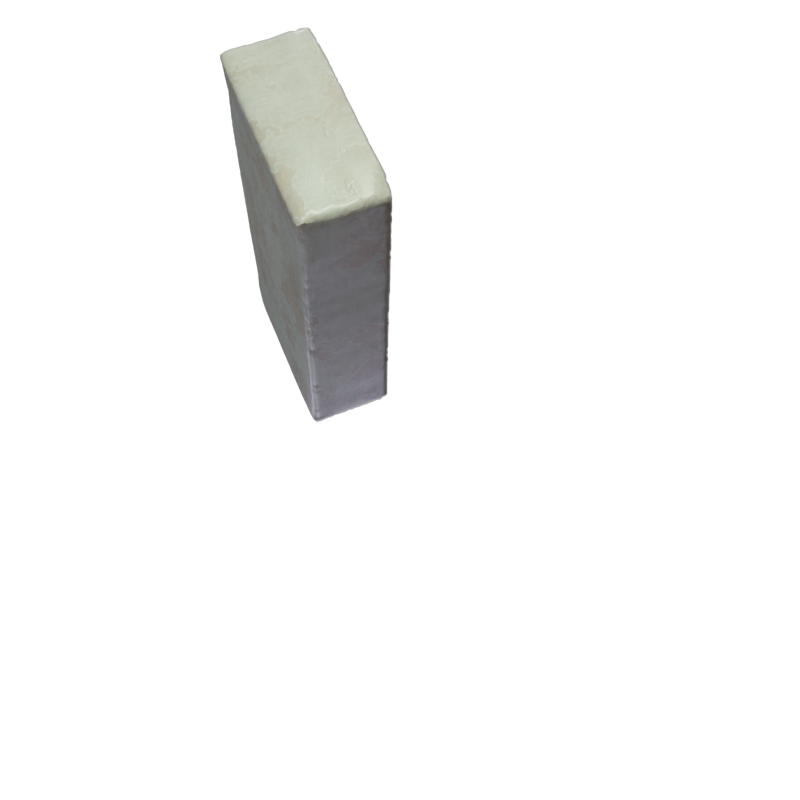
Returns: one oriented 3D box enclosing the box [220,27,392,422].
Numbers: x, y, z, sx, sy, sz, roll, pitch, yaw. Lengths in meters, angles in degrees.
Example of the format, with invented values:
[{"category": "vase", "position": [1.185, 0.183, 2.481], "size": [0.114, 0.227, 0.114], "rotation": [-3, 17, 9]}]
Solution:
[{"category": "box", "position": [-0.038, -0.071, 0.495], "size": [0.048, 0.100, 0.166], "rotation": [-18, -25, -13]}]
